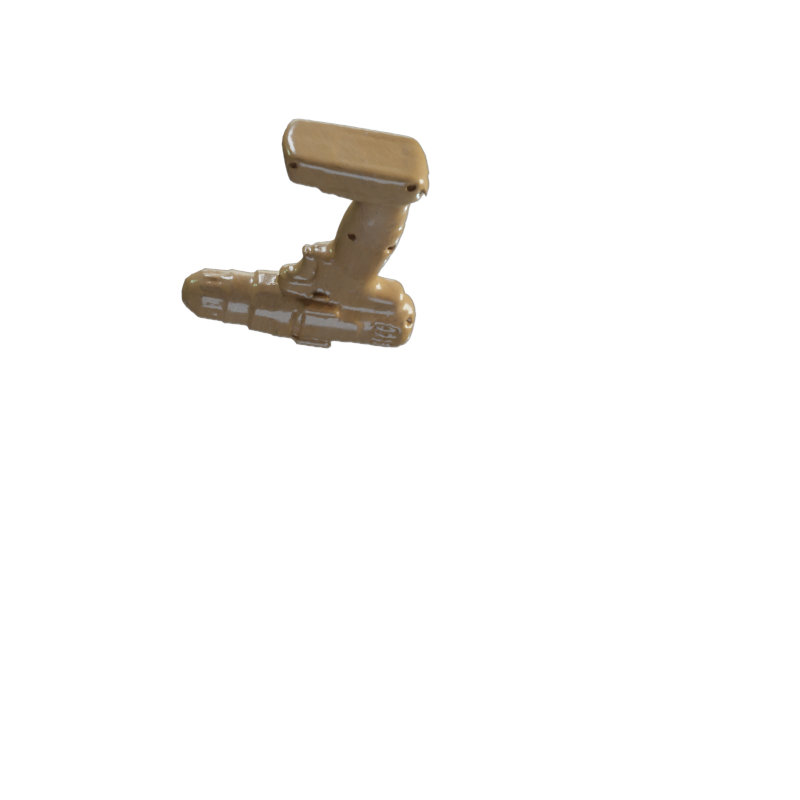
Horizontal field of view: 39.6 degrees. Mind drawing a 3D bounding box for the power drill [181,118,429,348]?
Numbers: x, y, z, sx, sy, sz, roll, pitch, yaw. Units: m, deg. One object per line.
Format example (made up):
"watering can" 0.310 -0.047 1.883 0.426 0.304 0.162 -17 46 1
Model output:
"power drill" -0.065 -0.118 0.828 0.182 0.062 0.177 8 -44 -9
